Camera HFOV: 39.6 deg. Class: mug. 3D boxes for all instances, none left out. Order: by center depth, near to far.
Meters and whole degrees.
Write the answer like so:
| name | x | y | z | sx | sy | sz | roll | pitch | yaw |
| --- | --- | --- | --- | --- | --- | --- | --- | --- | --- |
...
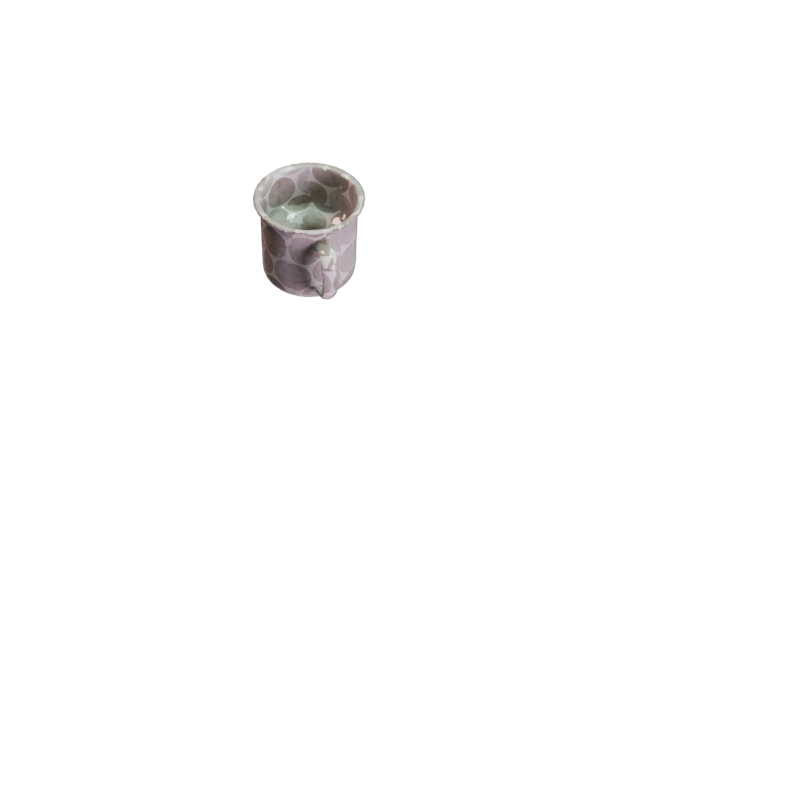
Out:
| name | x | y | z | sx | sy | sz | roll | pitch | yaw |
| --- | --- | --- | --- | --- | --- | --- | --- | --- | --- |
| mug | -0.073 | -0.134 | 0.937 | 0.092 | 0.076 | 0.127 | -14 | 48 | -14 |
